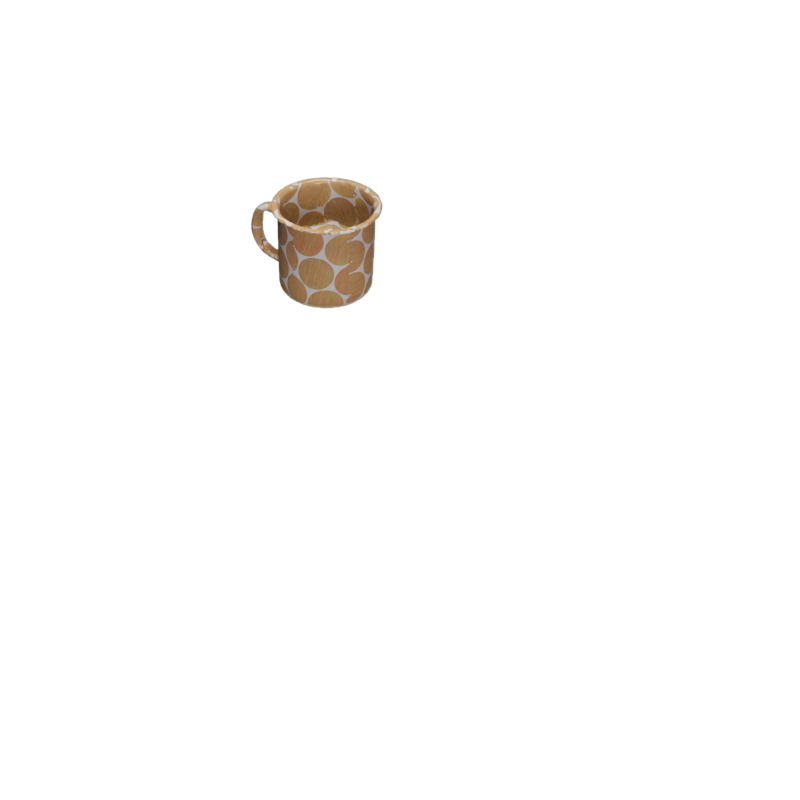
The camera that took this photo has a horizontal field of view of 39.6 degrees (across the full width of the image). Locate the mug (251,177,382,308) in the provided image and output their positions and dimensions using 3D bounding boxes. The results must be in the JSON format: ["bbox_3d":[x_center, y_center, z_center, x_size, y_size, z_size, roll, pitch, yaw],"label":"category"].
[{"bbox_3d":[-0.074,-0.135,0.946,0.121,0.076,0.096,14,38,17],"label":"mug"}]
